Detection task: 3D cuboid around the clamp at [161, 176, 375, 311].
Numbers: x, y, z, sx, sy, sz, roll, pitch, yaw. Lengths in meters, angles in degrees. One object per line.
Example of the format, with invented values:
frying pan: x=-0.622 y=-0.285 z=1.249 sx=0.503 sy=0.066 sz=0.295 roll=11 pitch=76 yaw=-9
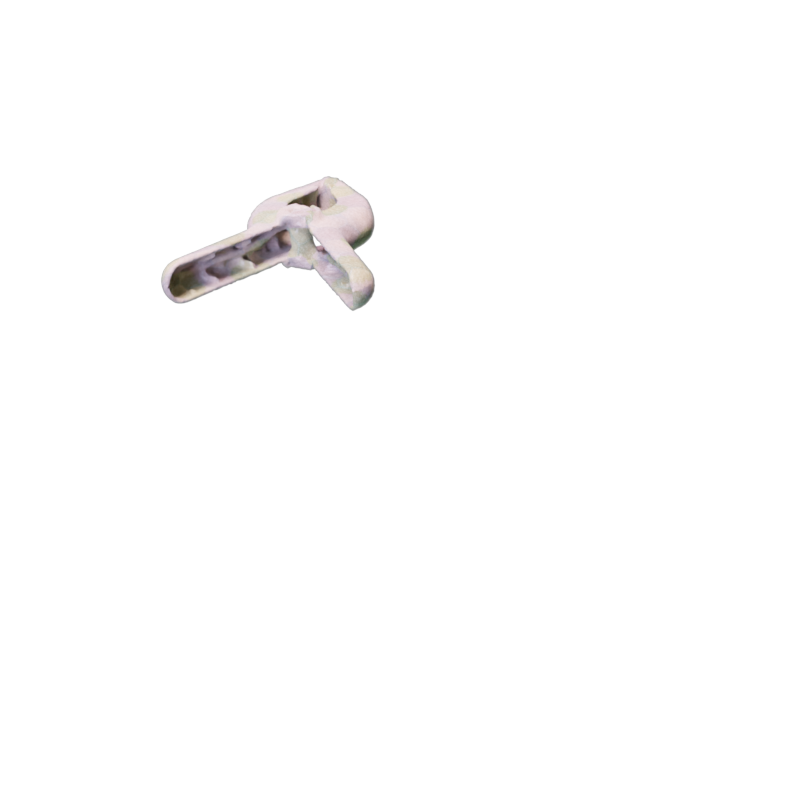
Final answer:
clamp: x=-0.052 y=-0.095 z=0.663 sx=0.124 sy=0.037 sz=0.176 roll=11 pitch=33 yaw=18
